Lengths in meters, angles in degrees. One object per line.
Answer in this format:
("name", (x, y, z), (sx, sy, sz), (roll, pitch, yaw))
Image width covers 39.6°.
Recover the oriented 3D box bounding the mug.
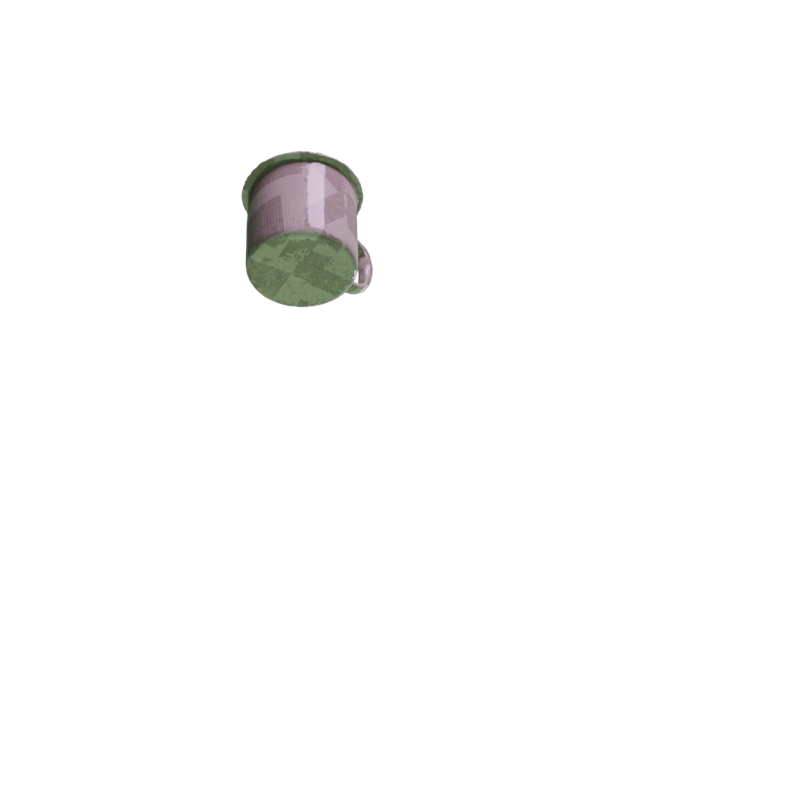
("mug", (-0.065, -0.118, 0.828), (0.093, 0.087, 0.109), (-32, -49, 30))
